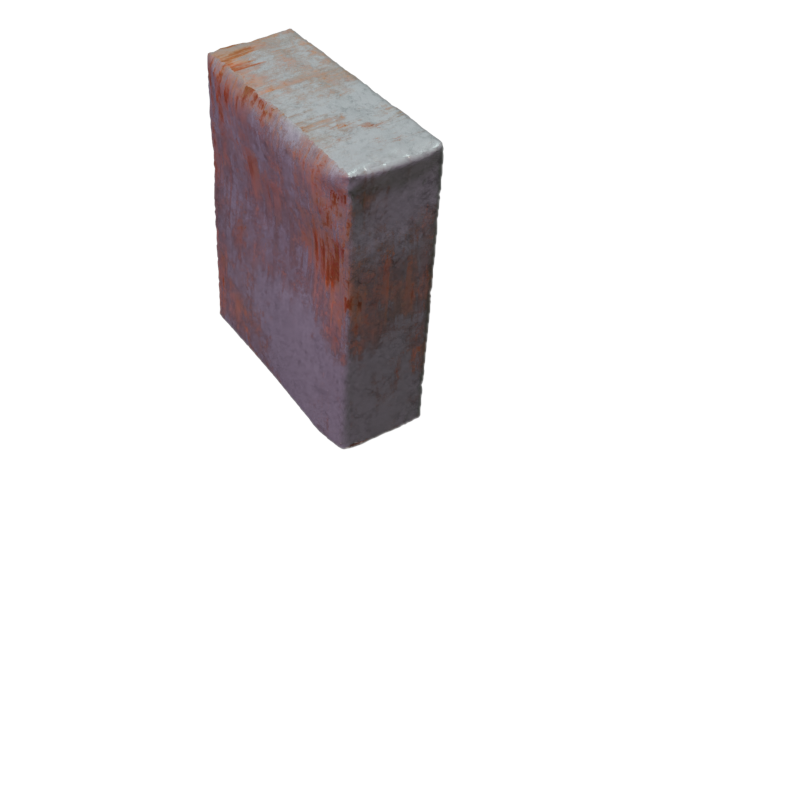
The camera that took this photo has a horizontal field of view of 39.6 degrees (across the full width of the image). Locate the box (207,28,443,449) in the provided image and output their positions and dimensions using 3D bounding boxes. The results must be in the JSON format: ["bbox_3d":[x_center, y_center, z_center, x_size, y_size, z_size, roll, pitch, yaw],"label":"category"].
[{"bbox_3d":[-0.055,-0.100,0.699,0.071,0.199,0.177,-22,47,-26],"label":"box"}]
